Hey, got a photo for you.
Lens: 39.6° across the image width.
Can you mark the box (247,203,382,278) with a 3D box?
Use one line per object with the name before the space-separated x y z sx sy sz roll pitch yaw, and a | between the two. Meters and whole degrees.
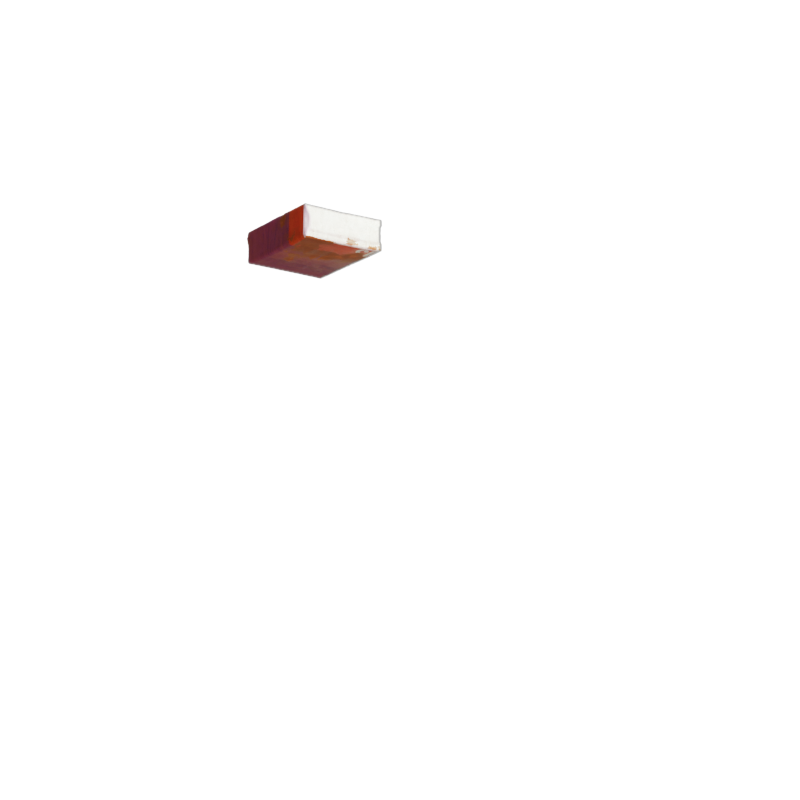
box | -0.069 -0.126 0.886 0.070 0.031 0.090 8 -14 -35
